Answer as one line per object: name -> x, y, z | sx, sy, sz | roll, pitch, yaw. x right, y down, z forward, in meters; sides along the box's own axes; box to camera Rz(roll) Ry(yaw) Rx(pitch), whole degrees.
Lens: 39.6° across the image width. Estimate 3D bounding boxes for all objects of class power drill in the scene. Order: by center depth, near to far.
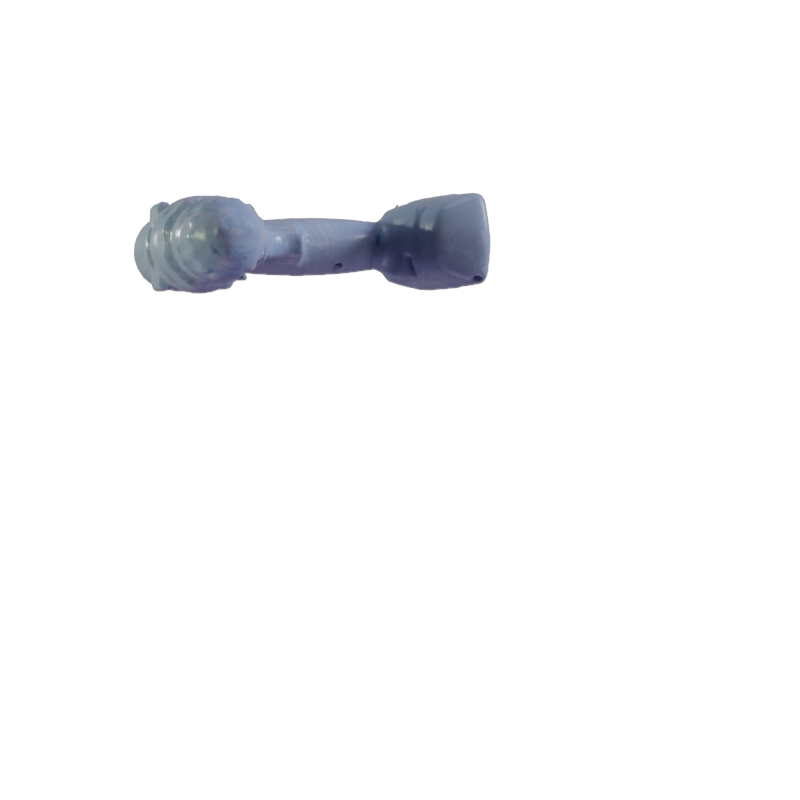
power drill -> -0.049, -0.089, 0.625 | 0.183, 0.057, 0.190 | -2, 6, -20
